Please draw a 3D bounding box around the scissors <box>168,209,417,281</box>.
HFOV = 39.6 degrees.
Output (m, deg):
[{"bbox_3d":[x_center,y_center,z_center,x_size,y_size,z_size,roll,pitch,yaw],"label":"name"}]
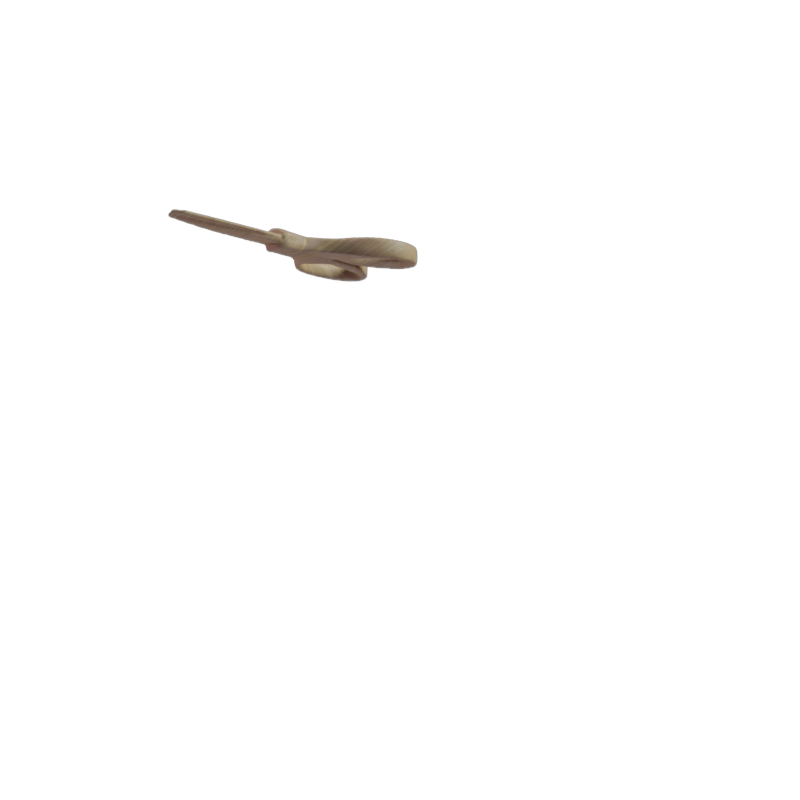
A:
[{"bbox_3d":[-0.056,-0.102,0.718,0.098,0.016,0.192,-2,-6,22],"label":"scissors"}]
